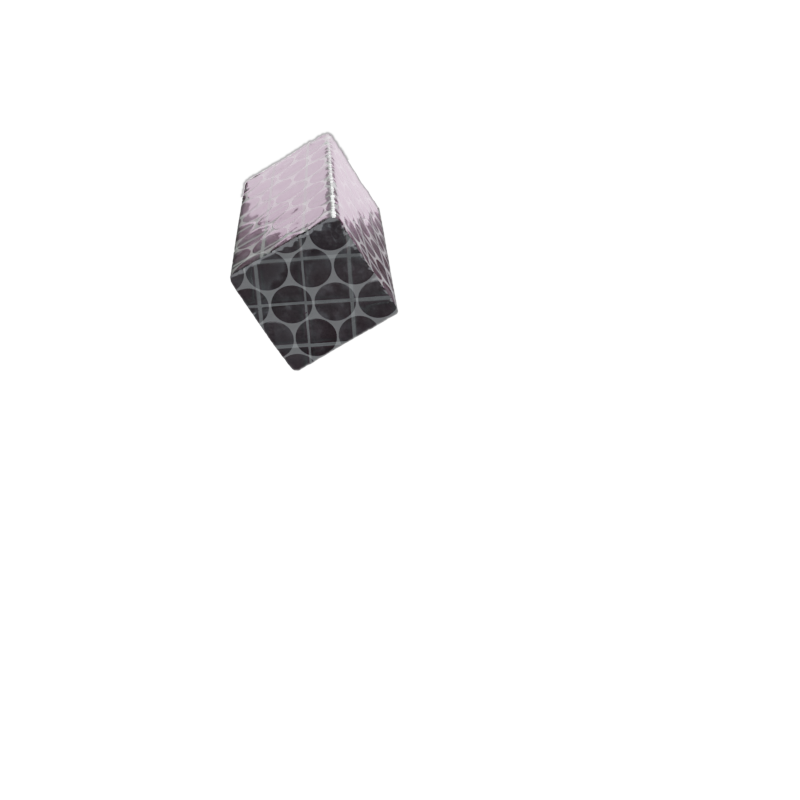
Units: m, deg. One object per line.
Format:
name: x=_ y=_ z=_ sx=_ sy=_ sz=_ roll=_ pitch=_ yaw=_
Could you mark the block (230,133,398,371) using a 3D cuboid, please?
block: x=-0.069 y=-0.124 z=0.869 sx=0.091 sy=0.085 sz=0.218 roll=-29 pitch=26 yaw=11
